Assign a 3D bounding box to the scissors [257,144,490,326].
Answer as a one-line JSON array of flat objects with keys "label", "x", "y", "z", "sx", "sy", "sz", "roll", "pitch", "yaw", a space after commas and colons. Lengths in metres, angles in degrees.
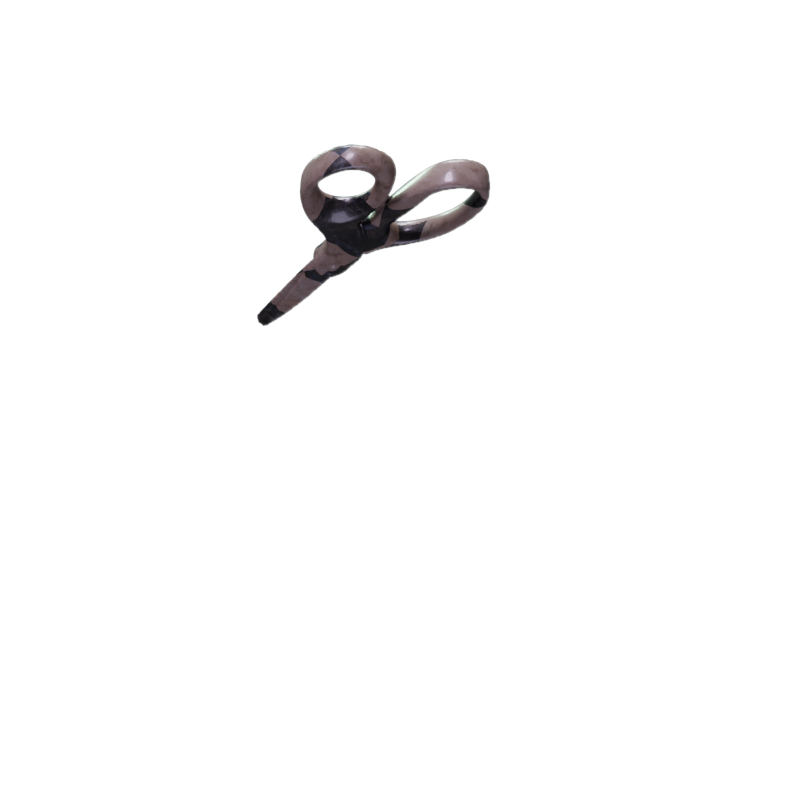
[{"label": "scissors", "x": -0.044, "y": -0.081, "z": 0.564, "sx": 0.091, "sy": 0.017, "sz": 0.203, "roll": 19, "pitch": -28, "yaw": -40}]
